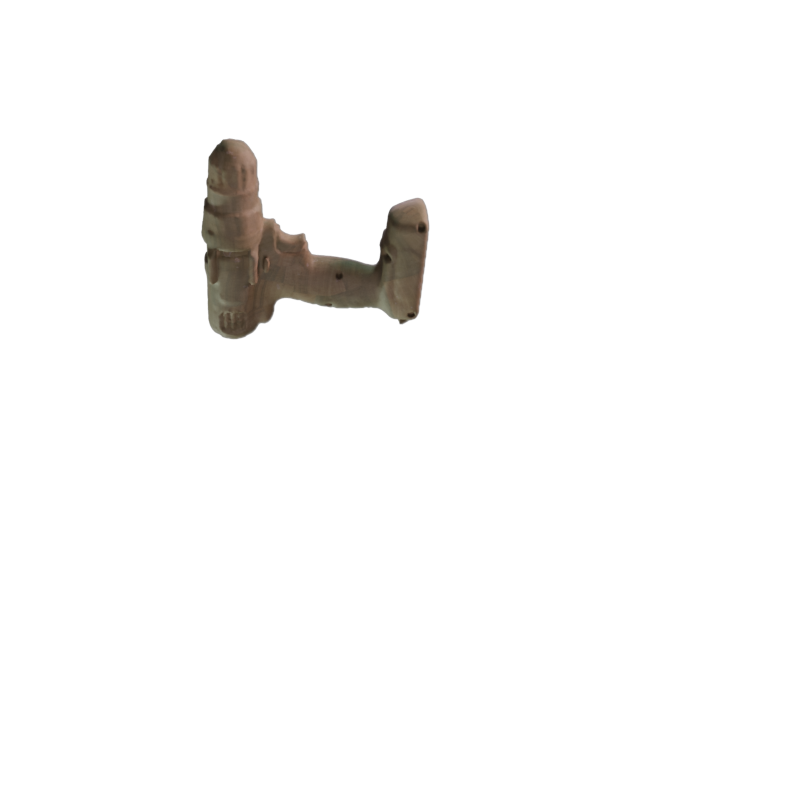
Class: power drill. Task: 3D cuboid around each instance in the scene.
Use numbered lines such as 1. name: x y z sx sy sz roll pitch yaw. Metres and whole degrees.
1. power drill: -0.073 -0.133 0.933 0.187 0.173 0.061 2 35 -2
